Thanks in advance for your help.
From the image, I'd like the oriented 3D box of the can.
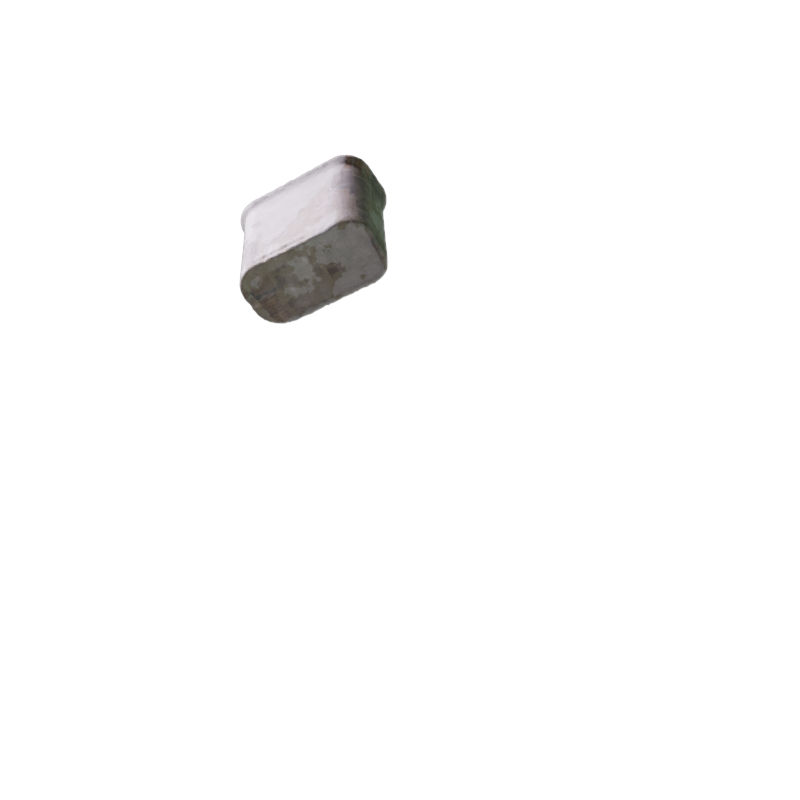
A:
[{"bbox_3d":[-0.058,-0.106,0.743,0.102,0.054,0.090,-25,34,16],"label":"can"}]
